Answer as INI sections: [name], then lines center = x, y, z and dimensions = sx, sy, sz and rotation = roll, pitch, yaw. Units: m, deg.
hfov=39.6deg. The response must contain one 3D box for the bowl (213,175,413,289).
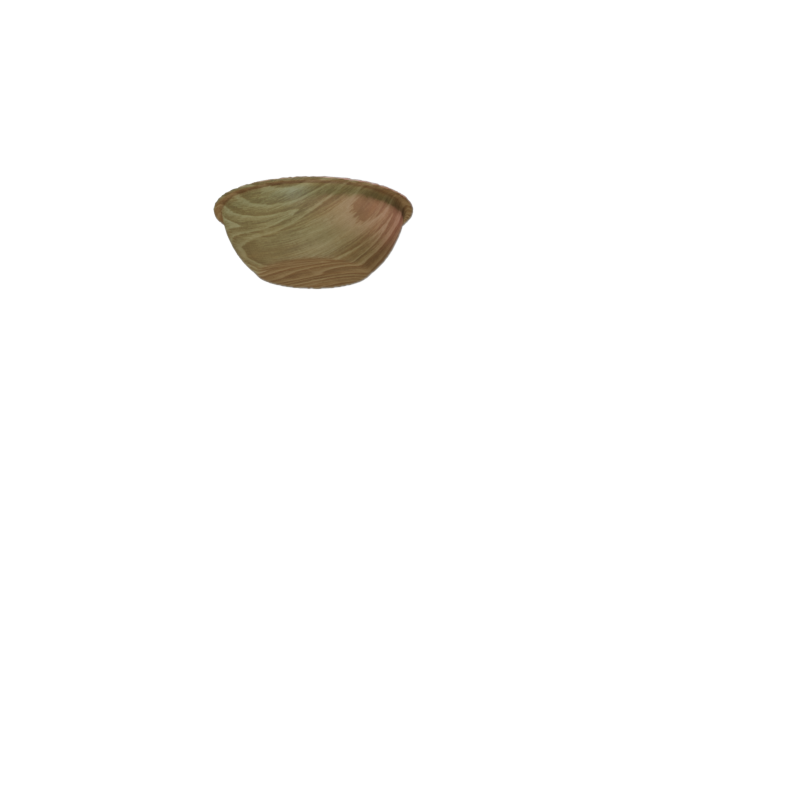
[bowl]
center = -0.070, -0.127, 0.890
dimensions = 0.162, 0.057, 0.157
rotation = 0, -11, -2
